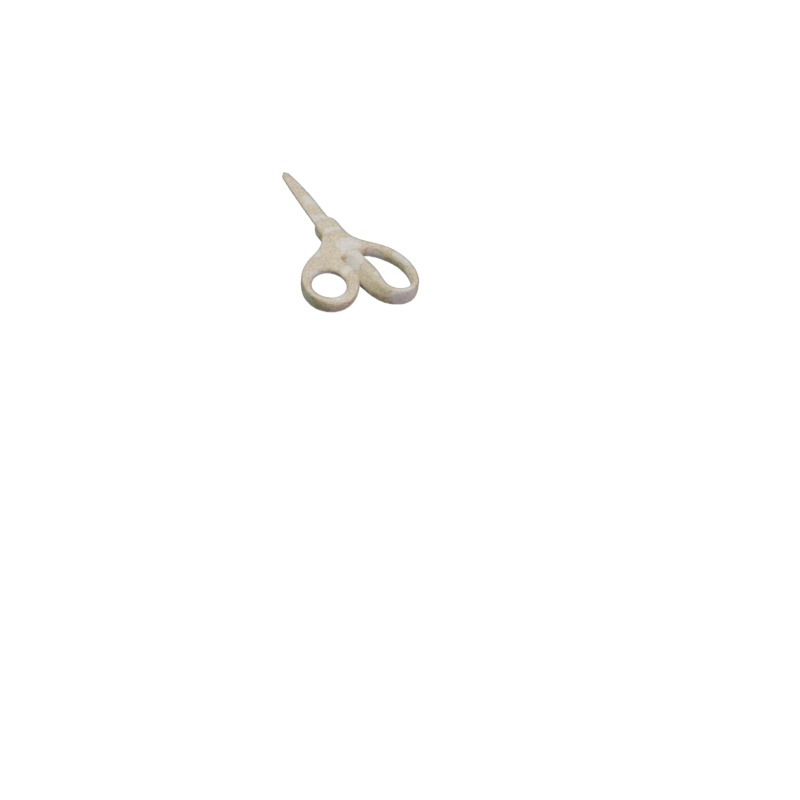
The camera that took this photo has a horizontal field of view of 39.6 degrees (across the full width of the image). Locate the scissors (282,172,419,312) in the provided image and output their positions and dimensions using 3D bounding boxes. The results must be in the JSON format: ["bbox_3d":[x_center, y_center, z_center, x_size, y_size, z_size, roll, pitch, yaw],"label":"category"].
[{"bbox_3d":[-0.069,-0.125,0.878,0.096,0.015,0.217,-26,46,-29],"label":"scissors"}]
